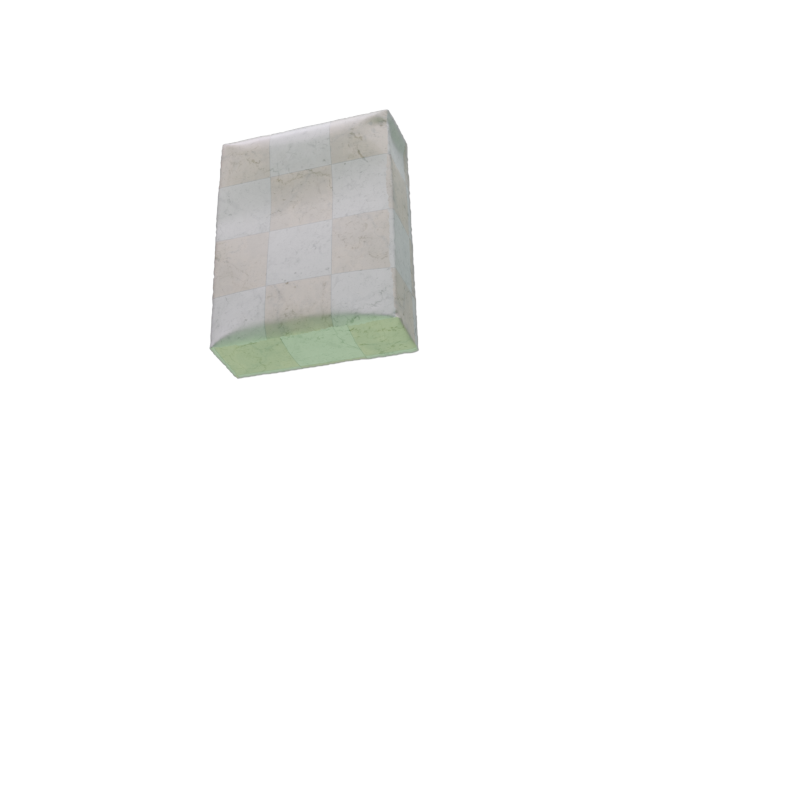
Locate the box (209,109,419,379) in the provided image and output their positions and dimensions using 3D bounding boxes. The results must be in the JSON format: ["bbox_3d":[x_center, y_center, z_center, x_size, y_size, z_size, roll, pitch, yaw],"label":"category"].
[{"bbox_3d":[-0.075,-0.137,0.962,0.166,0.227,0.066,-10,-30,15],"label":"box"}]
